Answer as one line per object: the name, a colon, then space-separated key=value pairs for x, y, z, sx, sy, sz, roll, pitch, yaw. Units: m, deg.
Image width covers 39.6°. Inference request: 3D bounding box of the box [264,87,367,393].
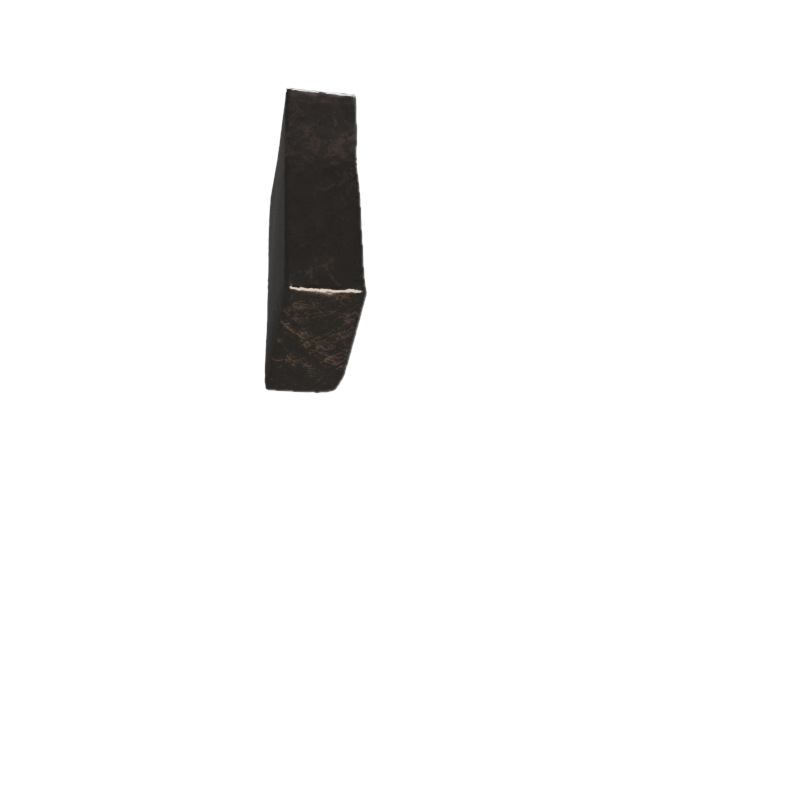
box: x=-0.076 y=-0.138 z=0.966 sx=0.071 sy=0.229 sz=0.155 roll=4 pitch=-34 yaw=-10
